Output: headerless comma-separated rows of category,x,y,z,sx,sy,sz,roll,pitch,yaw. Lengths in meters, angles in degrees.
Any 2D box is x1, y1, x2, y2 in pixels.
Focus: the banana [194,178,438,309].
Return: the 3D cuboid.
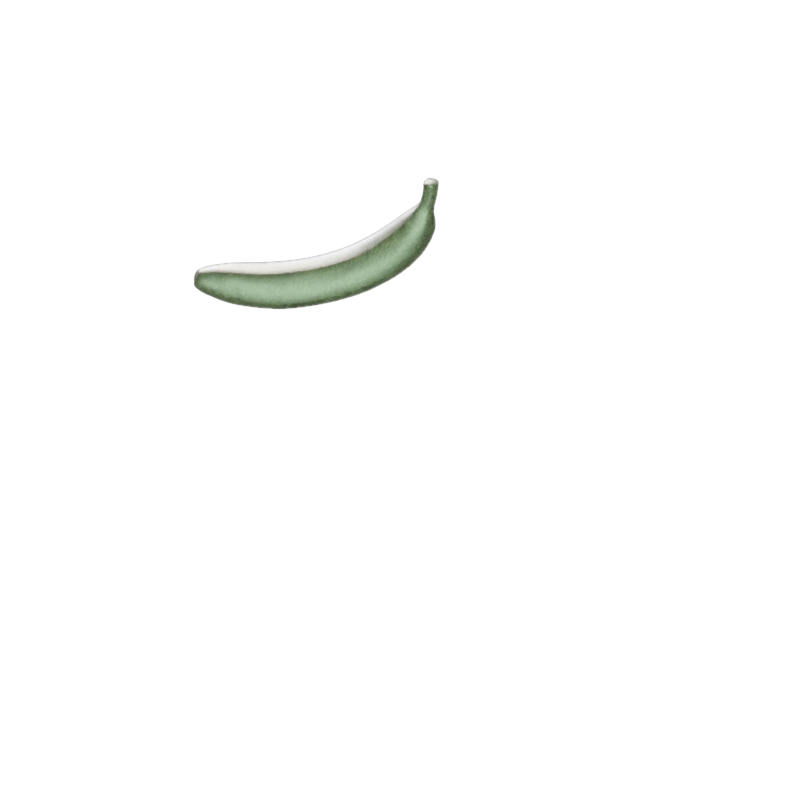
banana,-0.054,-0.104,0.830,0.198,0.066,0.039,-21,25,9
